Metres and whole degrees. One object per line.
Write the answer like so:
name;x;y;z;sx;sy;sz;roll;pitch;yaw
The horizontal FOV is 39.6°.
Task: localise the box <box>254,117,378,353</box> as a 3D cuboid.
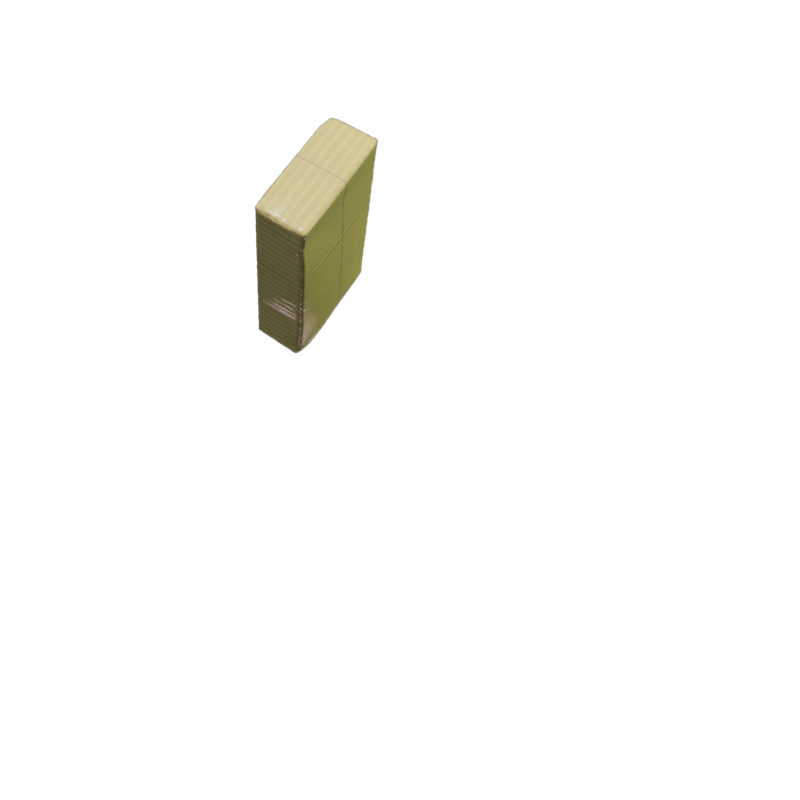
box;-0.062;-0.113;0.789;0.050;0.096;0.166;29;-26;10
